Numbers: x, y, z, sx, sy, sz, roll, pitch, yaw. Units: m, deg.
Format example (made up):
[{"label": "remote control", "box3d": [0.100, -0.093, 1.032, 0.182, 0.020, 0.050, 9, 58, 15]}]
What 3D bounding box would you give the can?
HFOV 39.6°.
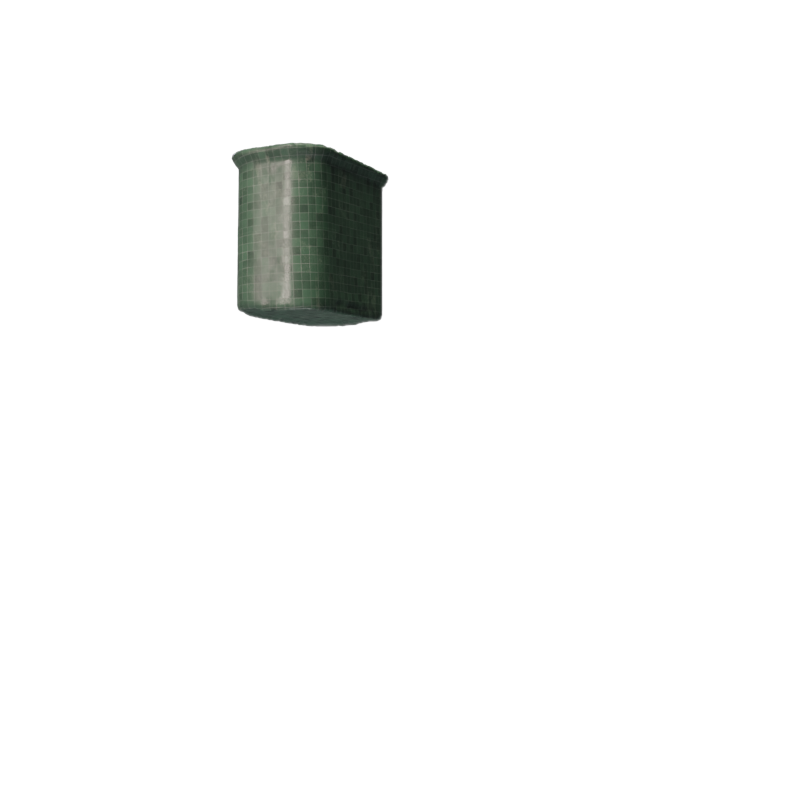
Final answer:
[{"label": "can", "box3d": [-0.047, -0.085, 0.597, 0.059, 0.085, 0.098, -4, -6, 25]}]
